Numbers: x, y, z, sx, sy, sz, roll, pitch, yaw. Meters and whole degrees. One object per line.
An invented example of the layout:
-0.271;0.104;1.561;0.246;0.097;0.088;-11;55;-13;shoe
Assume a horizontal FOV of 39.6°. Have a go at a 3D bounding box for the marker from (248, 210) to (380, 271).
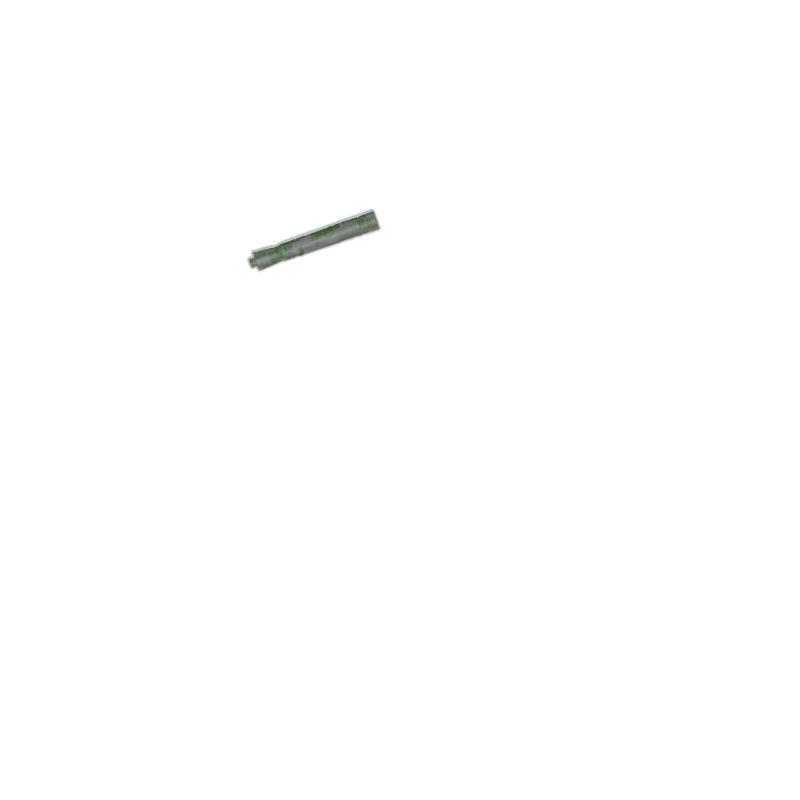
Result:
-0.078;-0.142;0.996;0.121;0.020;0.020;-19;3;4;marker
